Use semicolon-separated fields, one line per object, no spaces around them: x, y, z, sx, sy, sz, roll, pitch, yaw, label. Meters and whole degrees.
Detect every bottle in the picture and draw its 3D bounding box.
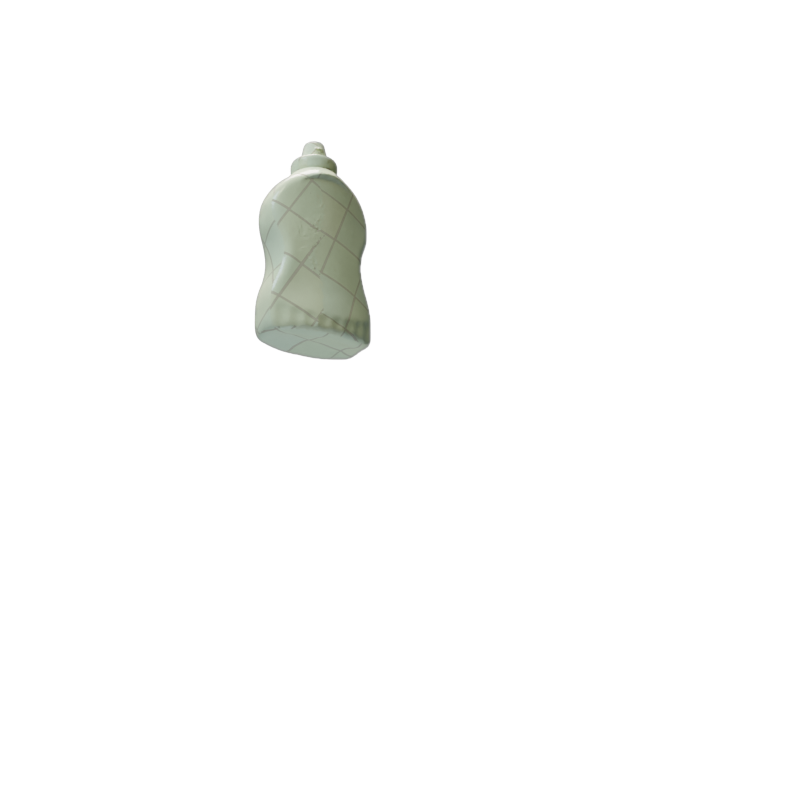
-0.074;-0.135;0.942;0.092;0.203;0.057;12;-29;-26;bottle
